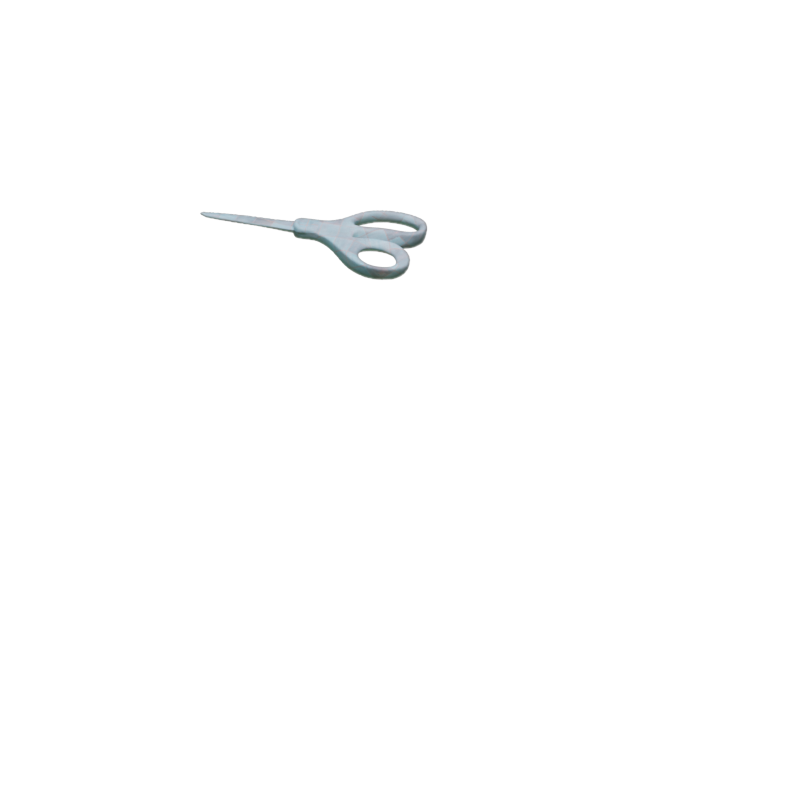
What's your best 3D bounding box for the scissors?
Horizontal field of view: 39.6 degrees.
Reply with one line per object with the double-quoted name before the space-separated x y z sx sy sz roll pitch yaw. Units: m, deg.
"scissors" -0.076 -0.138 0.969 0.201 0.015 0.103 -2 41 -2
